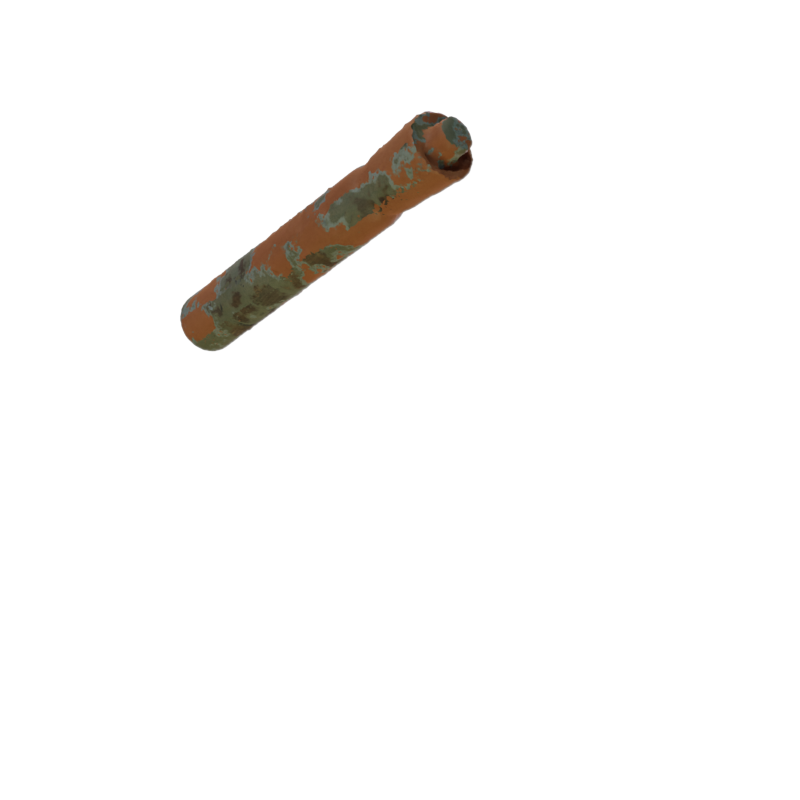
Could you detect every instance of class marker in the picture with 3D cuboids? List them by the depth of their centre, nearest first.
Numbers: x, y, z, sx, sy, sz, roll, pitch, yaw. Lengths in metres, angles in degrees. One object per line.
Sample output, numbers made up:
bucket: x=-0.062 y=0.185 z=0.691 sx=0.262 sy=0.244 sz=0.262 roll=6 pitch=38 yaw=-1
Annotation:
marker: x=-0.023 y=-0.043 z=0.300 sx=0.019 sy=0.021 sz=0.120 roll=-3 pitch=-17 yaw=-41
